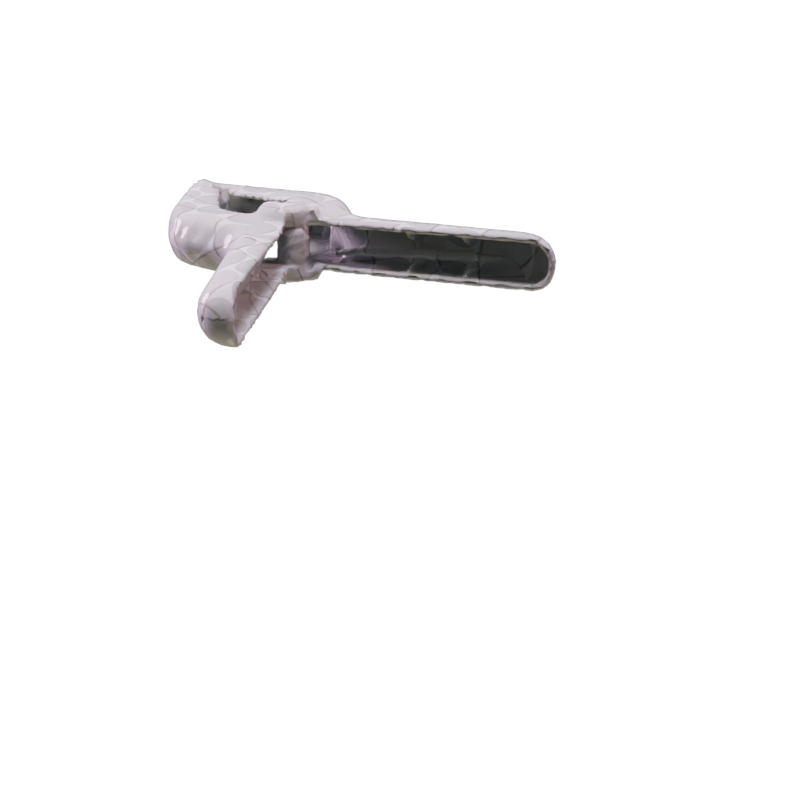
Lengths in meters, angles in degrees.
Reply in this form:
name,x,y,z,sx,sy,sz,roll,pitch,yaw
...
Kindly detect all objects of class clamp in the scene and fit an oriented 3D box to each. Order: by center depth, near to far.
name,x,y,z,sx,sy,sz,roll,pitch,yaw
clamp,-0.041,-0.075,0.528,0.161,0.035,0.223,-9,22,-22
